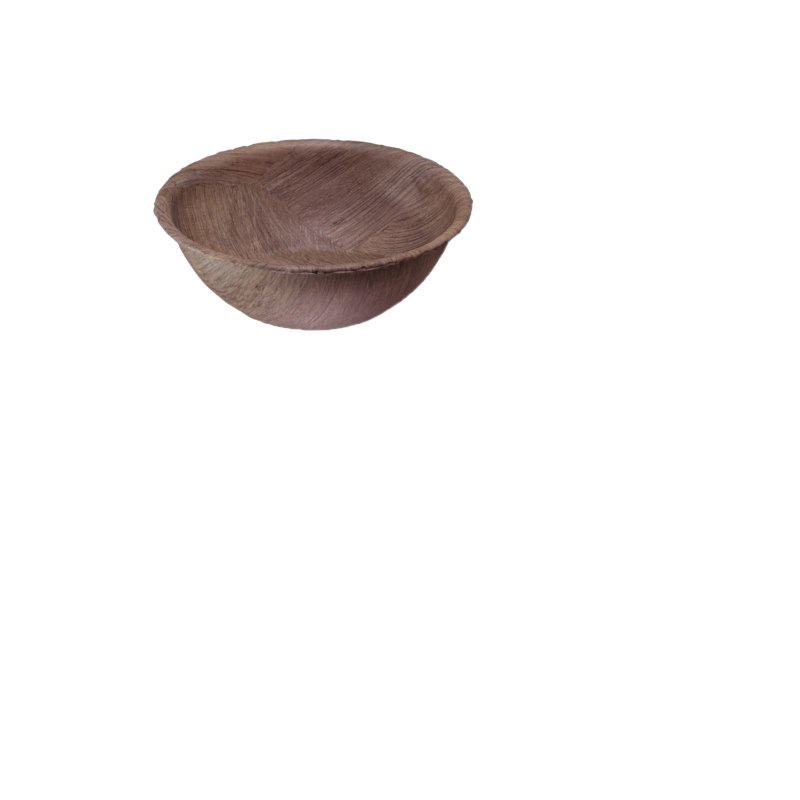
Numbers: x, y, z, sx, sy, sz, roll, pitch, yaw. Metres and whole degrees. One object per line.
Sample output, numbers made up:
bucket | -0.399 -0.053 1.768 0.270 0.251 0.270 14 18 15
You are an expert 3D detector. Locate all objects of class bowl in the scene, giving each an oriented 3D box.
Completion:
bowl | -0.045 -0.082 0.577 0.162 0.052 0.172 -1 32 -2
